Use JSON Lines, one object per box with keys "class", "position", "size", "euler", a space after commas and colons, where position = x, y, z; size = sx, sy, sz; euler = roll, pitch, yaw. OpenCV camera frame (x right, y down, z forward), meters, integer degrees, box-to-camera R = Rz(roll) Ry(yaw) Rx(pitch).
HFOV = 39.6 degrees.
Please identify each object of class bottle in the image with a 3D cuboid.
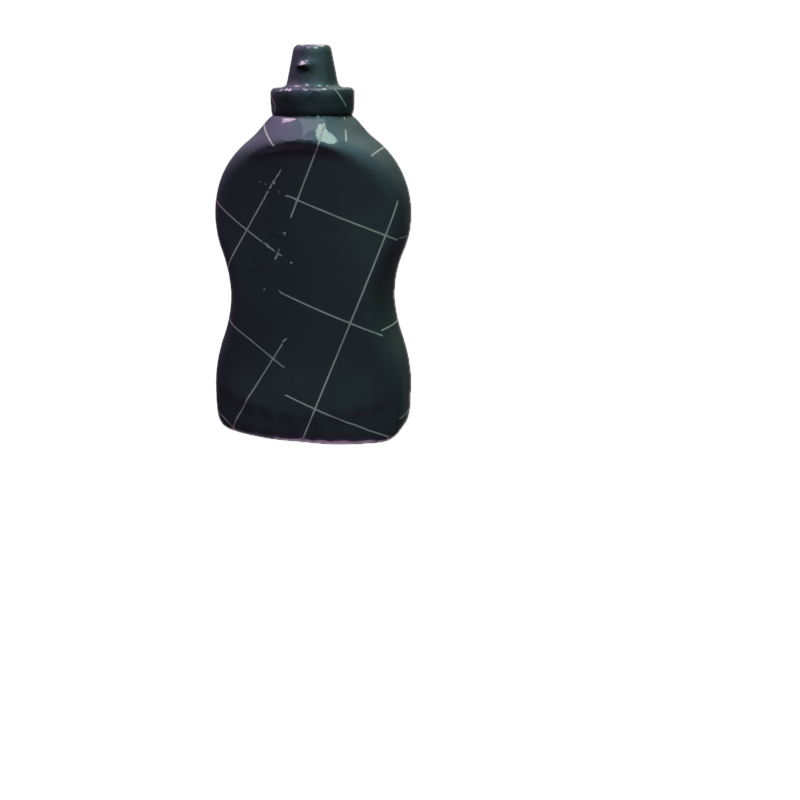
{"class": "bottle", "position": [-0.043, -0.078, 0.548], "size": [0.098, 0.188, 0.058], "euler": [3, 9, 16]}
